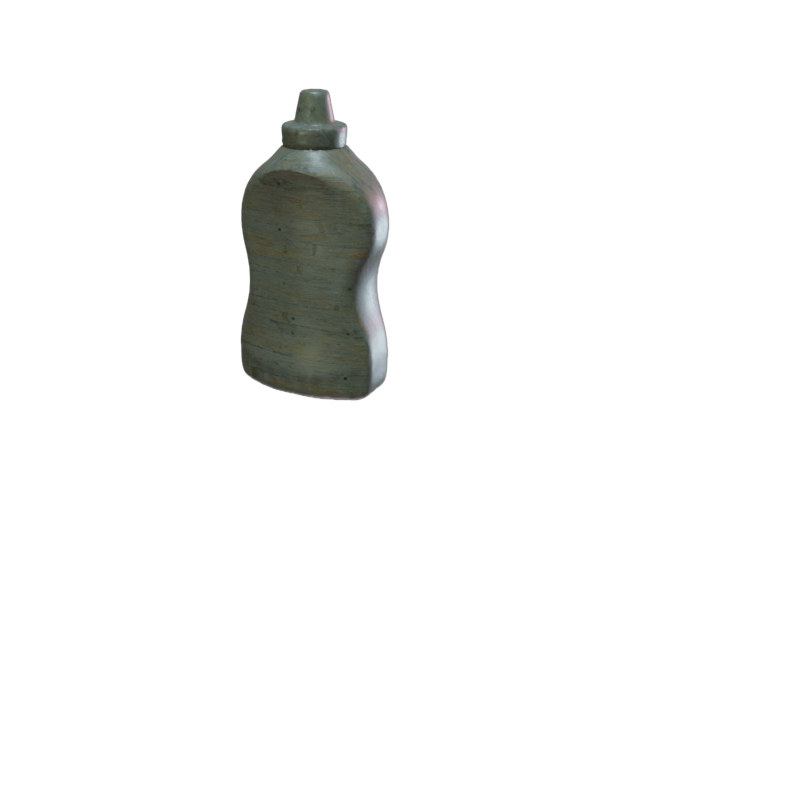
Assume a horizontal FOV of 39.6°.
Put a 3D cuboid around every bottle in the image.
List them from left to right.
[{"bbox_3d":[-0.055,-0.100,0.703,0.100,0.184,0.058,11,19,27],"label":"bottle"}]
